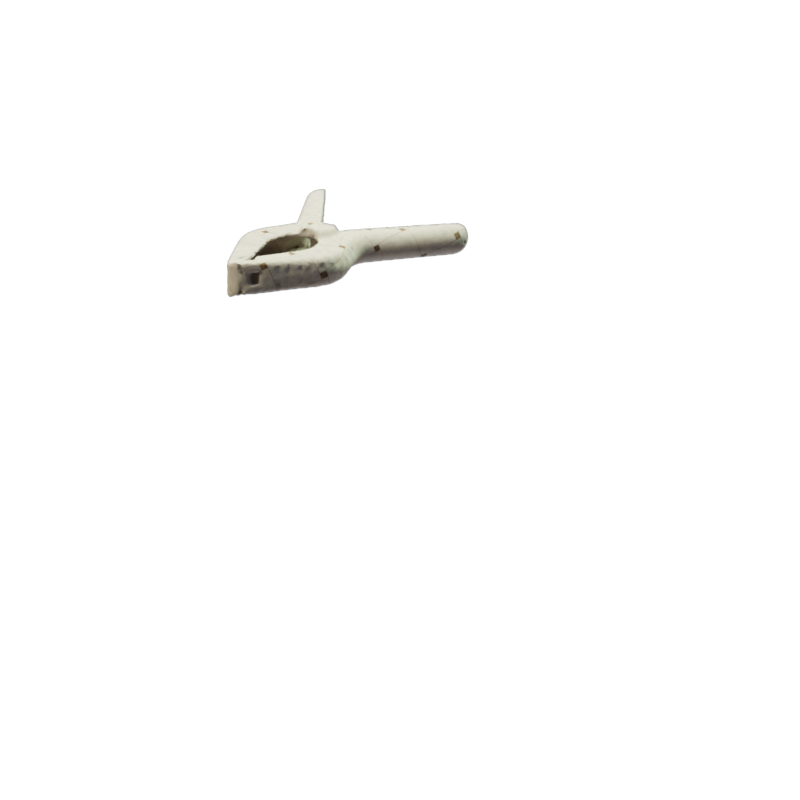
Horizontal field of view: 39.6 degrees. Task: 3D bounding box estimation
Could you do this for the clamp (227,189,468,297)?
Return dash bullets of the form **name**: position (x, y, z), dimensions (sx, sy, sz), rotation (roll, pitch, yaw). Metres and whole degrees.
- **clamp**: position (-0.071, -0.129, 0.903), dimensions (0.175, 0.035, 0.207), rotation (23, 34, 39)
